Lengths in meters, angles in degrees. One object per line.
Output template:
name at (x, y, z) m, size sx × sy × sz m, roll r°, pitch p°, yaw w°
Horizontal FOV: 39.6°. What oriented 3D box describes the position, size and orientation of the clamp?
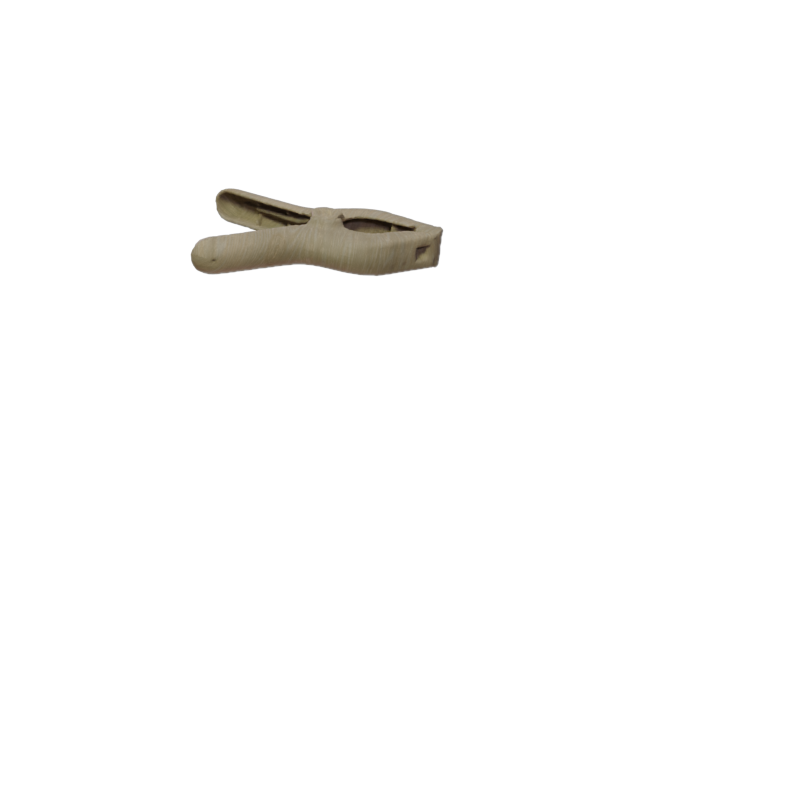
clamp at (-0.060, -0.109, 0.760) m, size 0.174 × 0.037 × 0.126 m, roll 7°, pitch 33°, yaw 10°
